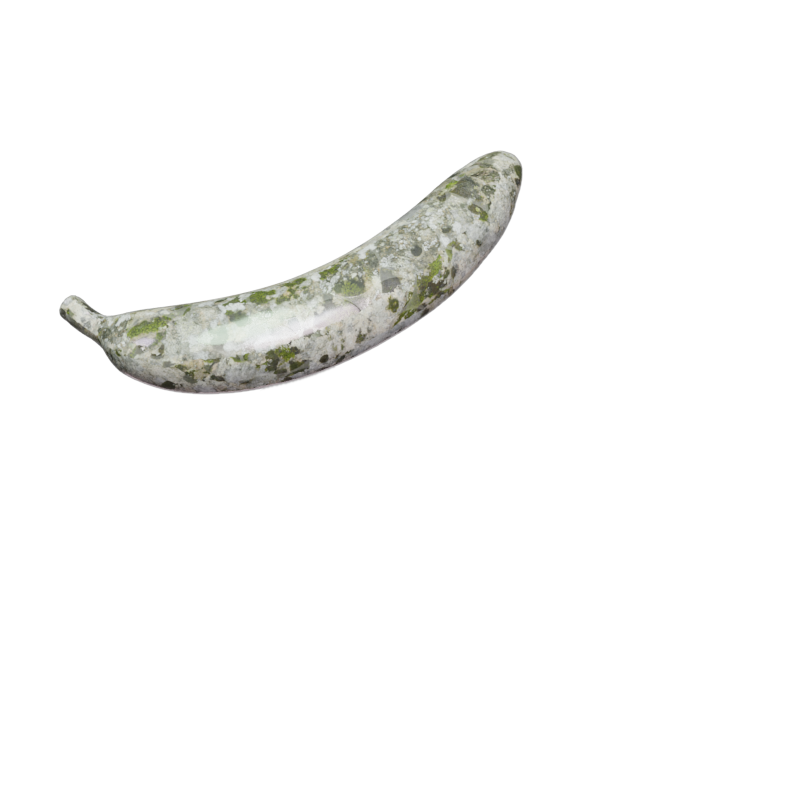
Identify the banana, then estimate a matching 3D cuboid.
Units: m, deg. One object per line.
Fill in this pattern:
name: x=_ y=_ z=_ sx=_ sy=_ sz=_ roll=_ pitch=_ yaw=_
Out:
banana: x=-0.031 y=-0.045 z=0.431 sx=0.197 sy=0.074 sz=0.035 roll=-19 pitch=-26 yaw=-10
